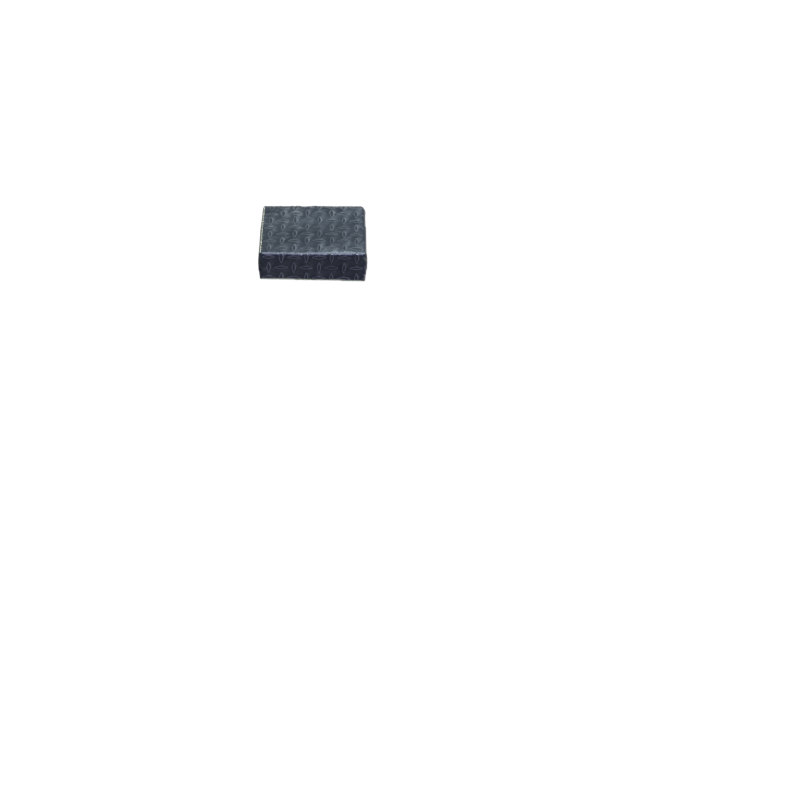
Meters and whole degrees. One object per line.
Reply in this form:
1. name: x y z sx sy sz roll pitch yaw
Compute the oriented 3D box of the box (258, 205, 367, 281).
1. box: -0.072 -0.132 0.927 0.089 0.028 0.078 0 39 -1
